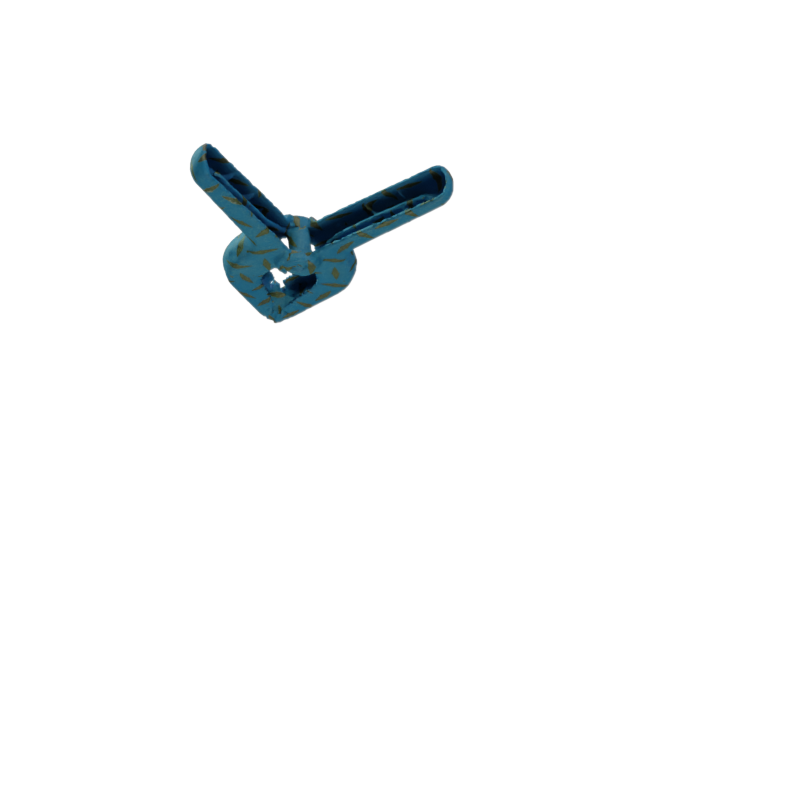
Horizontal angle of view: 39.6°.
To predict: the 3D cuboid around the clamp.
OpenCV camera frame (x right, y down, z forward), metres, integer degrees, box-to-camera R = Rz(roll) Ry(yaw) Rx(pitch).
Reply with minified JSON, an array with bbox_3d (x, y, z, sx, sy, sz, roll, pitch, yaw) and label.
[{"bbox_3d":[-0.059,-0.108,0.757,0.163,0.038,0.200,3,-23,-7],"label":"clamp"}]
